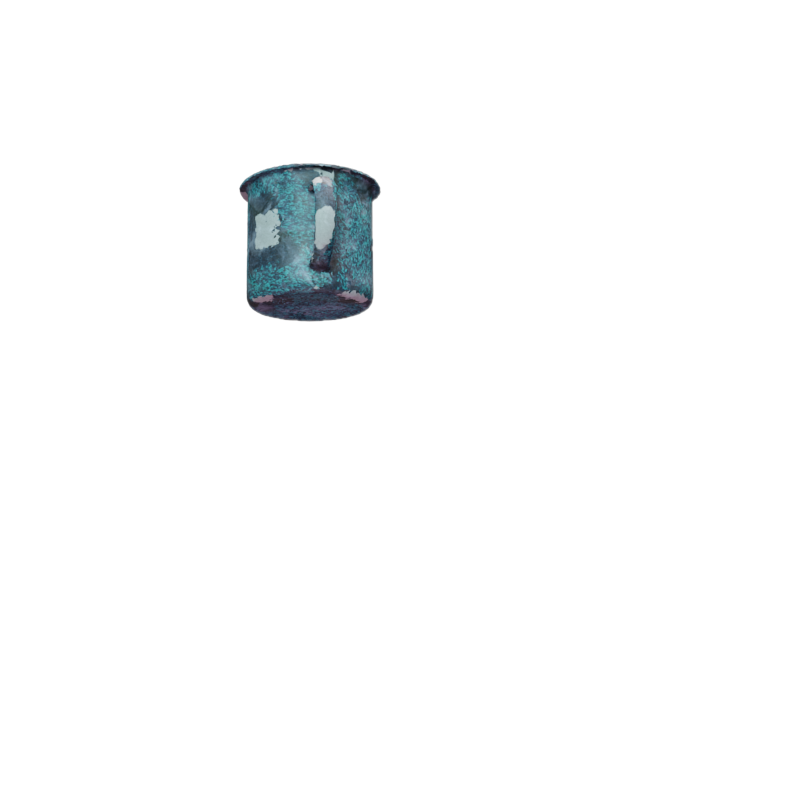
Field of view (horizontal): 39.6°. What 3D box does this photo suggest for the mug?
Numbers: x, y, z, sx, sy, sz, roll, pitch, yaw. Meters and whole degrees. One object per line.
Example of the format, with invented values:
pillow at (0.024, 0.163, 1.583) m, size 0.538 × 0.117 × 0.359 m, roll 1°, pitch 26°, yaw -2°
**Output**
mug at (-0.056, -0.101, 0.709) m, size 0.092 × 0.085 × 0.115 m, roll 3°, pitch -14°, yaw -13°
